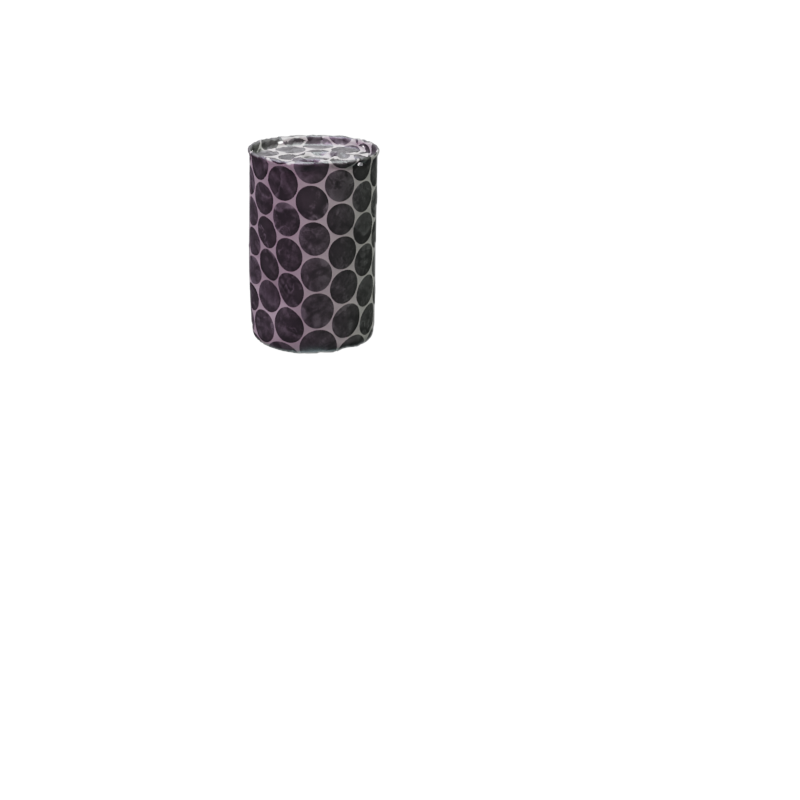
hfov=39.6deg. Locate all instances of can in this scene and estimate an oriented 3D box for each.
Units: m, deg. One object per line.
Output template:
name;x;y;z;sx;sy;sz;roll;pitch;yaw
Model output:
can;-0.046;-0.084;0.585;0.068;0.098;0.072;0;20;-2
